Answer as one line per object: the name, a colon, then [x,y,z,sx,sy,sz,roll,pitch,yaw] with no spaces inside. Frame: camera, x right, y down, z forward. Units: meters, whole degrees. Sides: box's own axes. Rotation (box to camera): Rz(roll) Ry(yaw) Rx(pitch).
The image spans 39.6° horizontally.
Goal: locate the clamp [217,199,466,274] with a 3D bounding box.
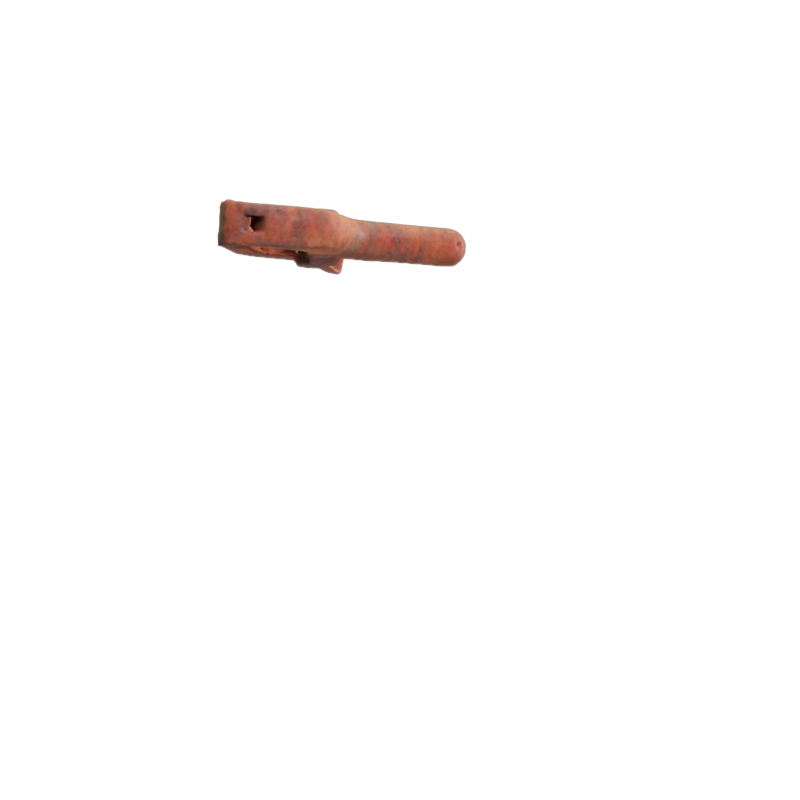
clamp: [-0.056,-0.102,0.714,0.163,0.040,0.123,5,-9,-40]
